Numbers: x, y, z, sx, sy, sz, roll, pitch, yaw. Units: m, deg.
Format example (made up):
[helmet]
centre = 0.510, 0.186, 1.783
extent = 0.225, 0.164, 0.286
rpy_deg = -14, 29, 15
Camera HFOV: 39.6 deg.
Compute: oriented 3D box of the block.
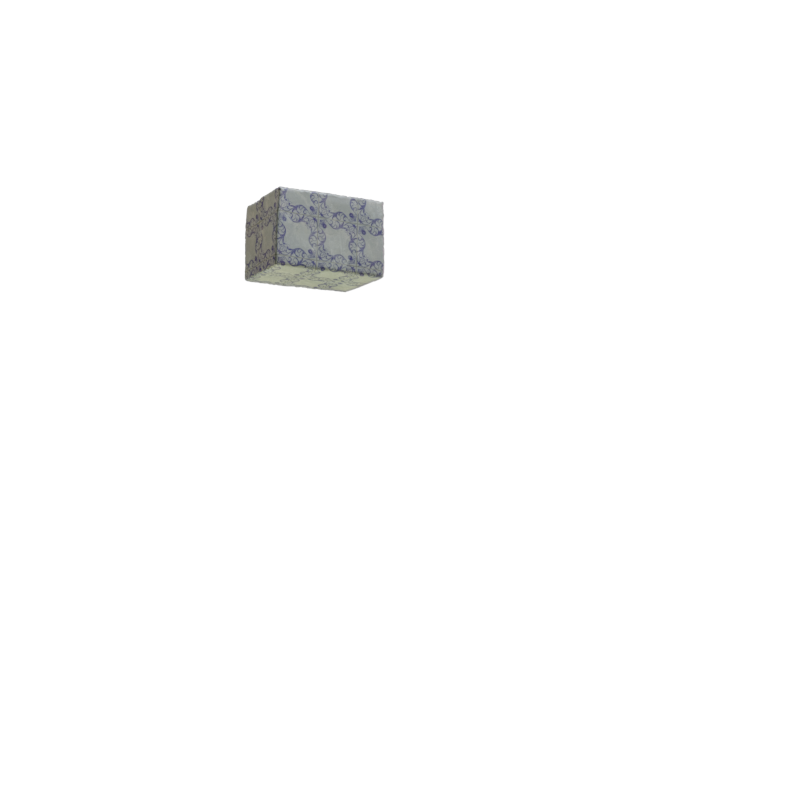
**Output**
[block]
centre = -0.056, -0.102, 0.716
extent = 0.075, 0.053, 0.053
rpy_deg = 5, -12, -28
